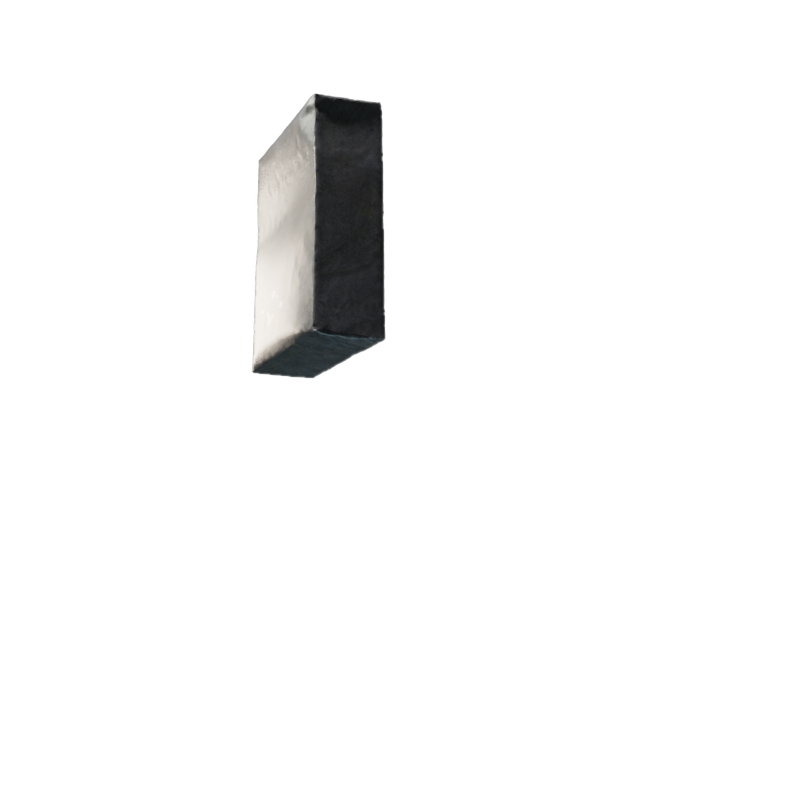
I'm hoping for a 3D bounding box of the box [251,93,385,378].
[{"bbox_3d":[-0.077,-0.140,0.982,0.069,0.223,0.163,6,-17,-23],"label":"box"}]
